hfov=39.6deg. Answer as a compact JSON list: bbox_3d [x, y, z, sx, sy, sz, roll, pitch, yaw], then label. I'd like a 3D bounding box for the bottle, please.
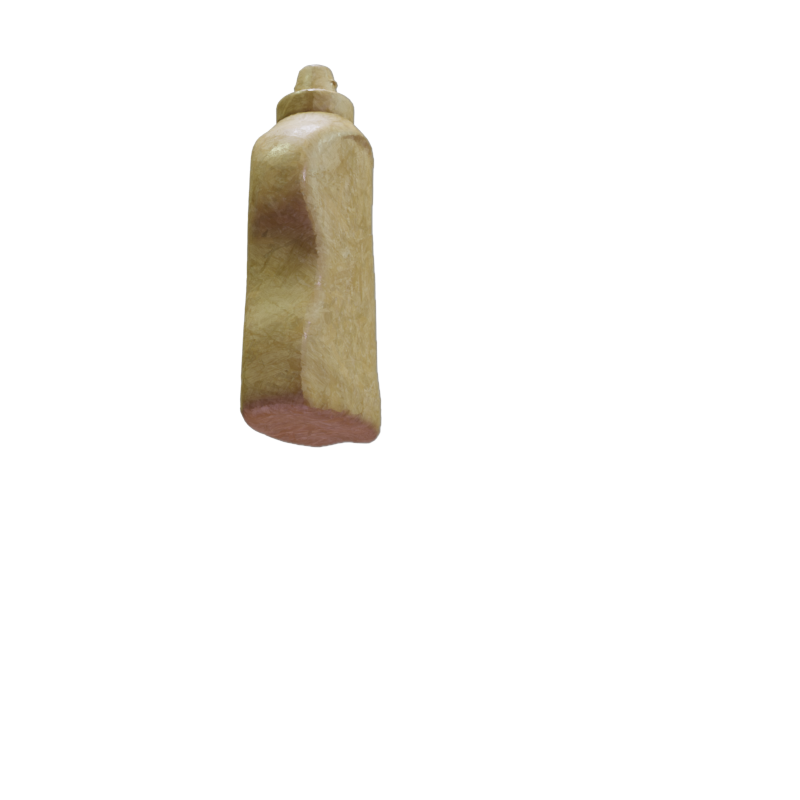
[{"bbox_3d":[-0.043,-0.079,0.552,0.059,0.201,0.090,-9,-20,20],"label":"bottle"}]
